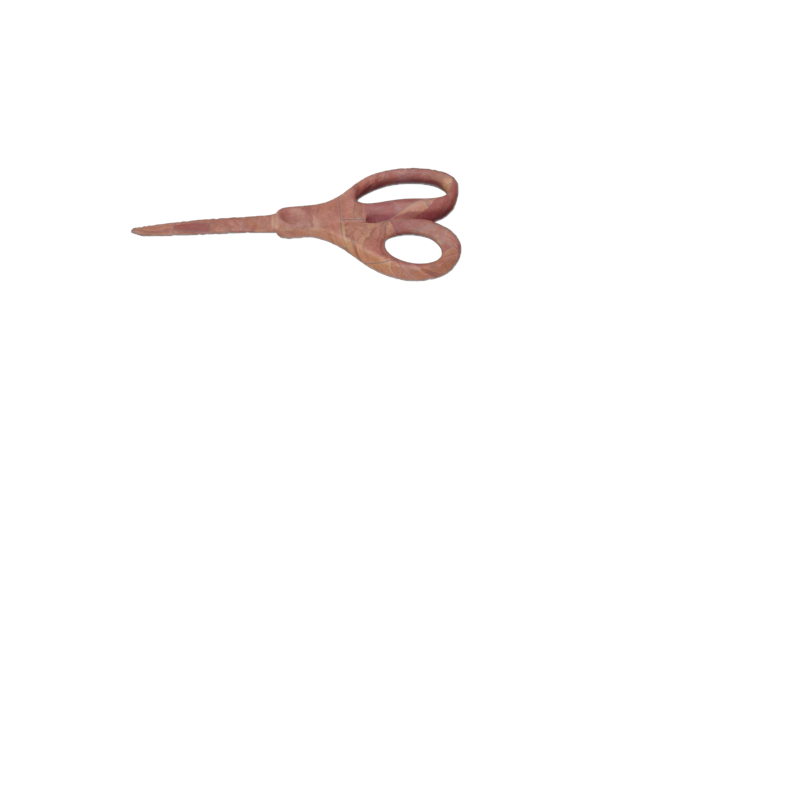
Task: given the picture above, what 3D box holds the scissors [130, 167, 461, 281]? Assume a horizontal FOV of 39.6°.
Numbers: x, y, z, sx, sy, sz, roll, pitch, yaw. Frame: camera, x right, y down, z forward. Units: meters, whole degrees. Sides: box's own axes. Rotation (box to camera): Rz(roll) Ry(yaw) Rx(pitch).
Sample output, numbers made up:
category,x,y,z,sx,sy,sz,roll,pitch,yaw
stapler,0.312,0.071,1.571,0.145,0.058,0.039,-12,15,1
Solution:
category,x,y,z,sx,sy,sz,roll,pitch,yaw
scissors,-0.052,-0.095,0.664,0.200,0.104,0.015,-17,-38,-14
